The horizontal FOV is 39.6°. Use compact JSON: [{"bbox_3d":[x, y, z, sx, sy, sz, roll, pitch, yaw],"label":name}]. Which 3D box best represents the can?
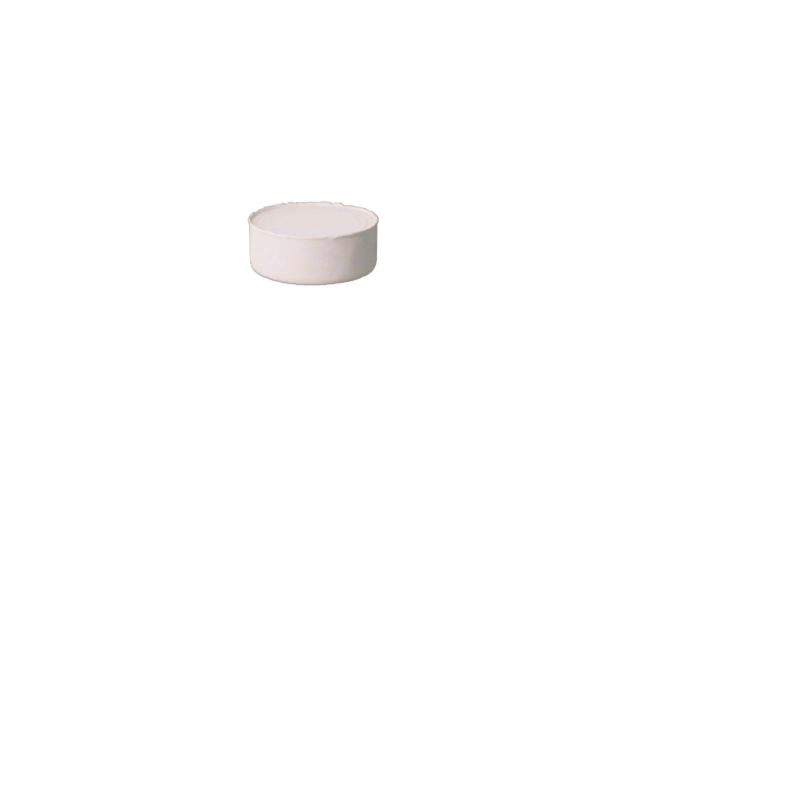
[{"bbox_3d":[-0.057,-0.104,0.730,0.086,0.032,0.090,-1,23,-2],"label":"can"}]
